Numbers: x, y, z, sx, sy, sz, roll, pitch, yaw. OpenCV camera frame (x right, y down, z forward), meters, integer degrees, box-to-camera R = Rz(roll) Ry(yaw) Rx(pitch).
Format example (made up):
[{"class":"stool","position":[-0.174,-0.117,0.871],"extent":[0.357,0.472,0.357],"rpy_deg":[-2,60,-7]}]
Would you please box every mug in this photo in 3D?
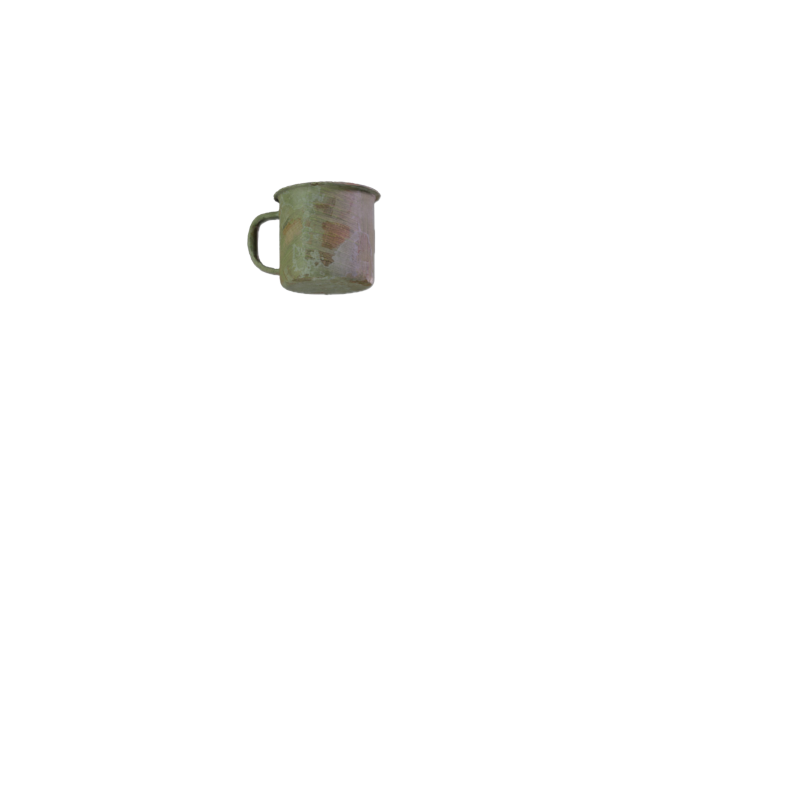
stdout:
[{"class":"mug","position":[-0.075,-0.136,0.952],"extent":[0.118,0.084,0.090],"rpy_deg":[-1,-8,9]}]
